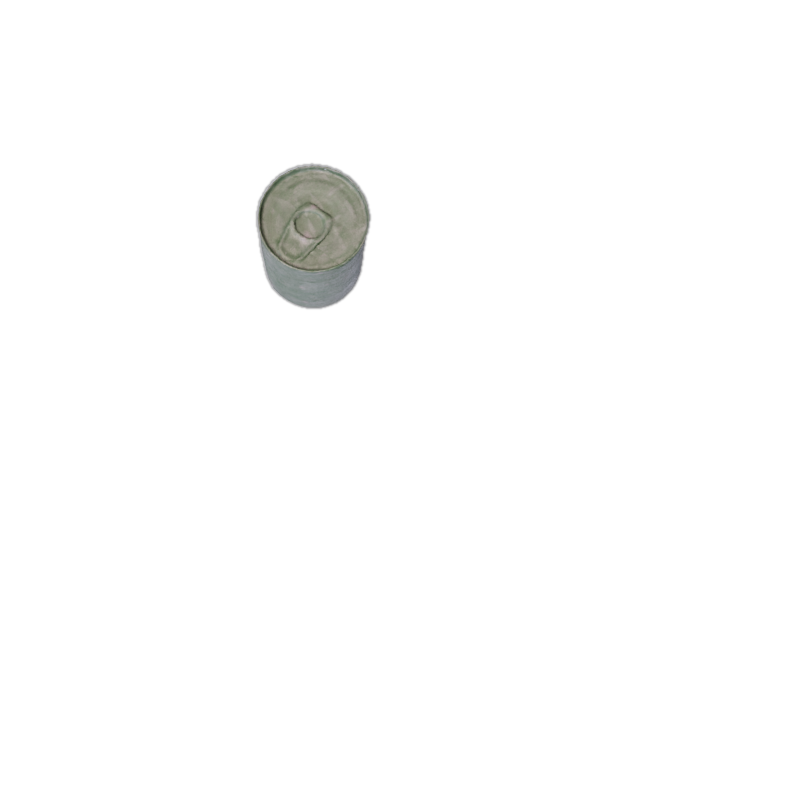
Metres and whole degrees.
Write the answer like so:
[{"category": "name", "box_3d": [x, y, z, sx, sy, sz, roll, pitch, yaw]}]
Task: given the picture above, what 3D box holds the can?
[{"category": "can", "box_3d": [-0.056, -0.102, 0.713, 0.068, 0.071, 0.099, 0, -11, -3]}]
